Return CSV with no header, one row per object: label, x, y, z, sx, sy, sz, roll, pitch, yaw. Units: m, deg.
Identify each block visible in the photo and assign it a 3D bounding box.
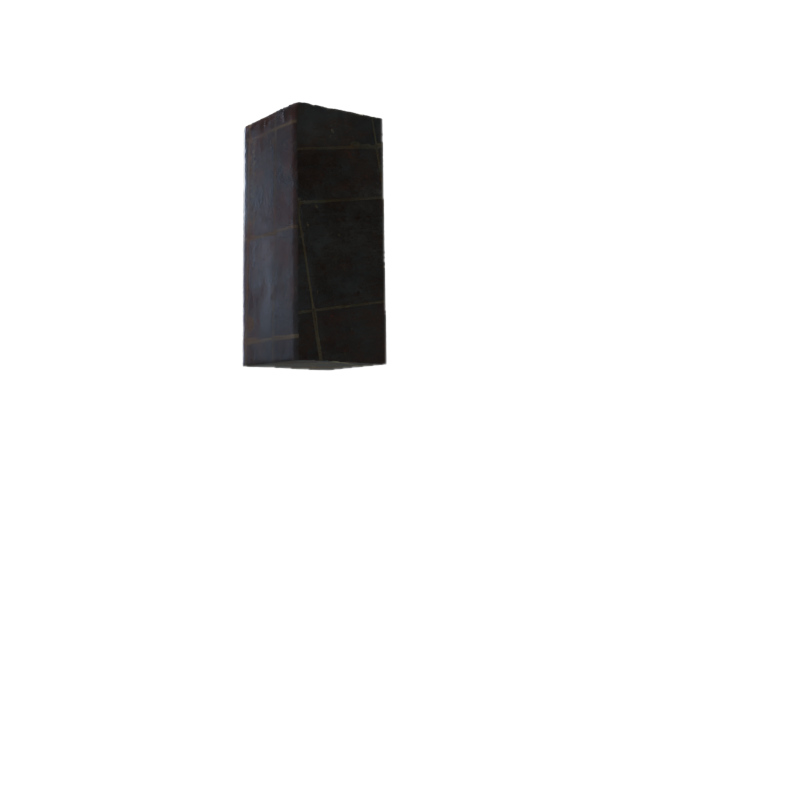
block,-0.073,-0.132,0.925,0.086,0.211,0.092,6,-11,-35
